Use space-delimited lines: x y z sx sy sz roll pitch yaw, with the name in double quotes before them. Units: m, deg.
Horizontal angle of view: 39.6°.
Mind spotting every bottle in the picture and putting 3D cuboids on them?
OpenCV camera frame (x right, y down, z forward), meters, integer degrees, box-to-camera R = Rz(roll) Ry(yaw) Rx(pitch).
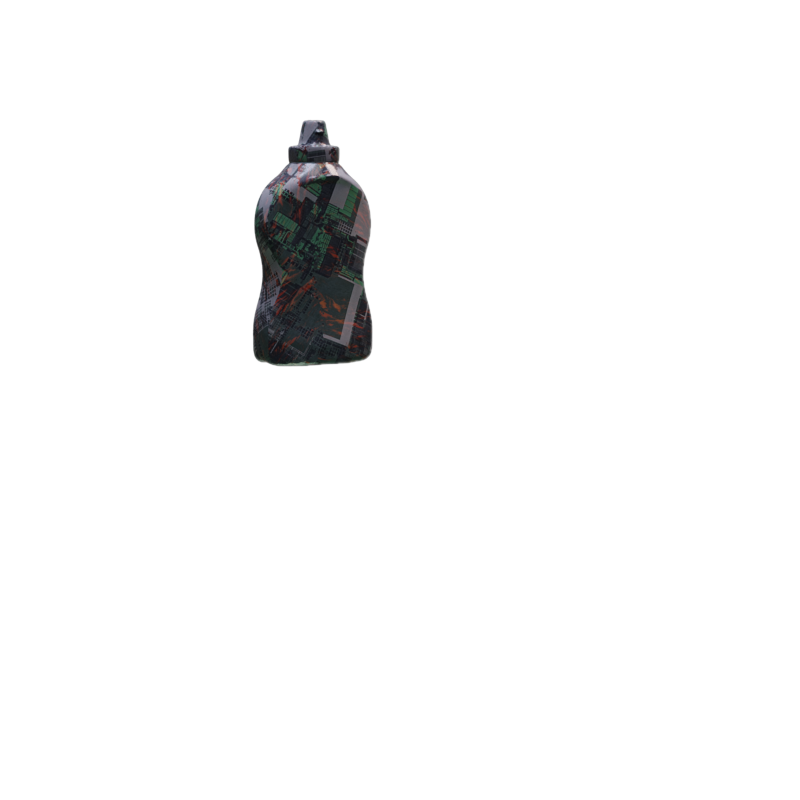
"bottle" -0.069 -0.126 0.880 0.093 0.191 0.060 -1 2 -29
